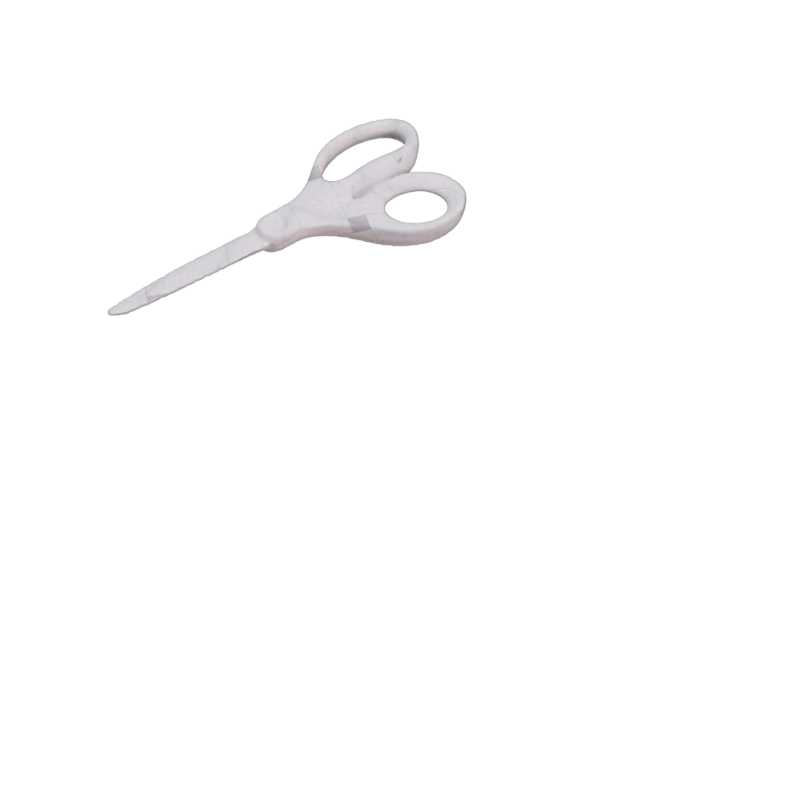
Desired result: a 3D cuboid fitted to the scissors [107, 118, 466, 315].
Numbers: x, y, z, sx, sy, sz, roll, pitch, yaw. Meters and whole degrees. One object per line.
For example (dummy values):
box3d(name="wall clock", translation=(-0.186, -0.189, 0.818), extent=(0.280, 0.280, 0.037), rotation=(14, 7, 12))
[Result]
box3d(name="scissors", translation=(-0.045, -0.081, 0.571), extent=(0.101, 0.015, 0.205), rotation=(30, 57, 22))
